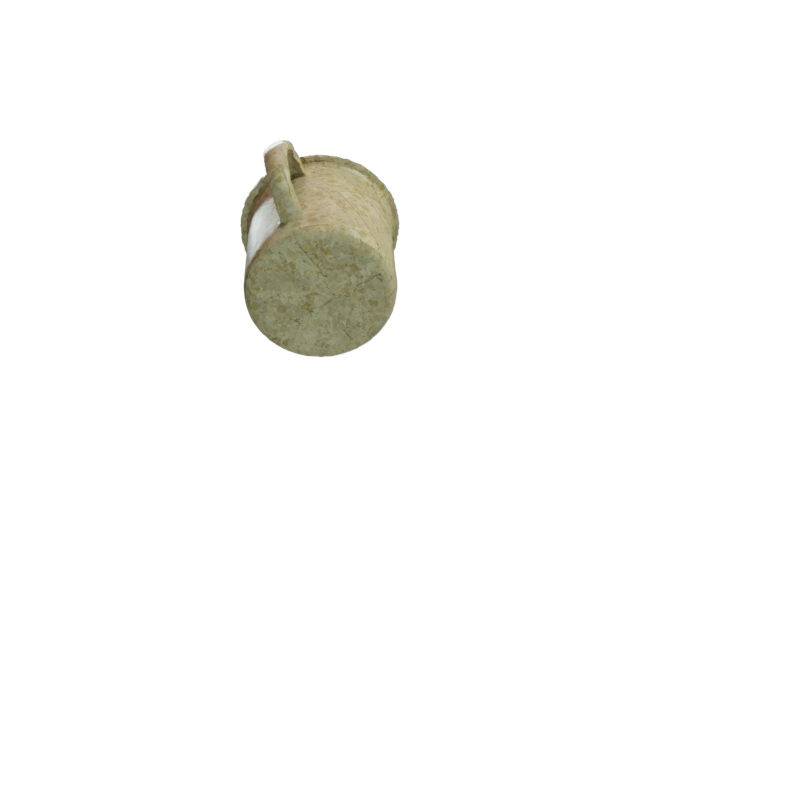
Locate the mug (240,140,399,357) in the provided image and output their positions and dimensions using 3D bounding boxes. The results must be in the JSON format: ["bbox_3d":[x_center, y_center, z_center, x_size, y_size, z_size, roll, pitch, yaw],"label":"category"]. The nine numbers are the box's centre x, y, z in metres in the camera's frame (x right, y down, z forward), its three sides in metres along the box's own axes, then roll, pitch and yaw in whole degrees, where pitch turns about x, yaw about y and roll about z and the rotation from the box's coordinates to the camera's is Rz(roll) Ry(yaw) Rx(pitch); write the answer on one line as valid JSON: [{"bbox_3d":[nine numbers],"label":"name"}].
[{"bbox_3d":[-0.048,-0.087,0.609,0.094,0.110,0.087,-15,30,7],"label":"mug"}]
